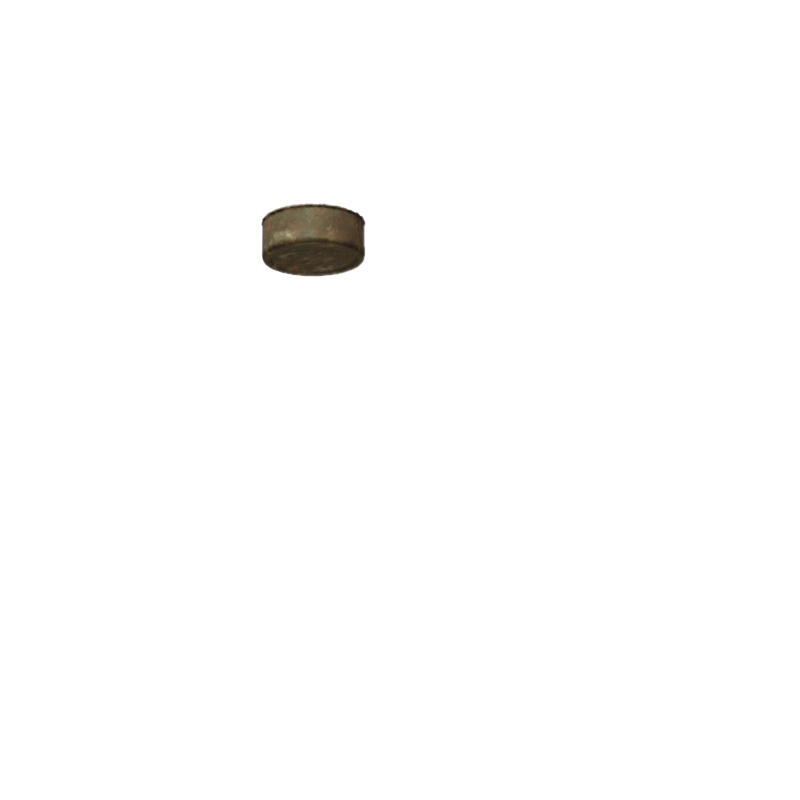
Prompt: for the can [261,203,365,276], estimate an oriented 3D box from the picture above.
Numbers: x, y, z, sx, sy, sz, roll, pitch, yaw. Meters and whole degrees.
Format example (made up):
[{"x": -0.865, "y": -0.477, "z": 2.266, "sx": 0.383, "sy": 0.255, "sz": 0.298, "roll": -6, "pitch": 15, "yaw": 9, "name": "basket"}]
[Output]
[{"x": -0.071, "y": -0.130, "z": 0.909, "sx": 0.086, "sy": 0.035, "sz": 0.083, "roll": 0, "pitch": -14, "yaw": -2, "name": "can"}]
